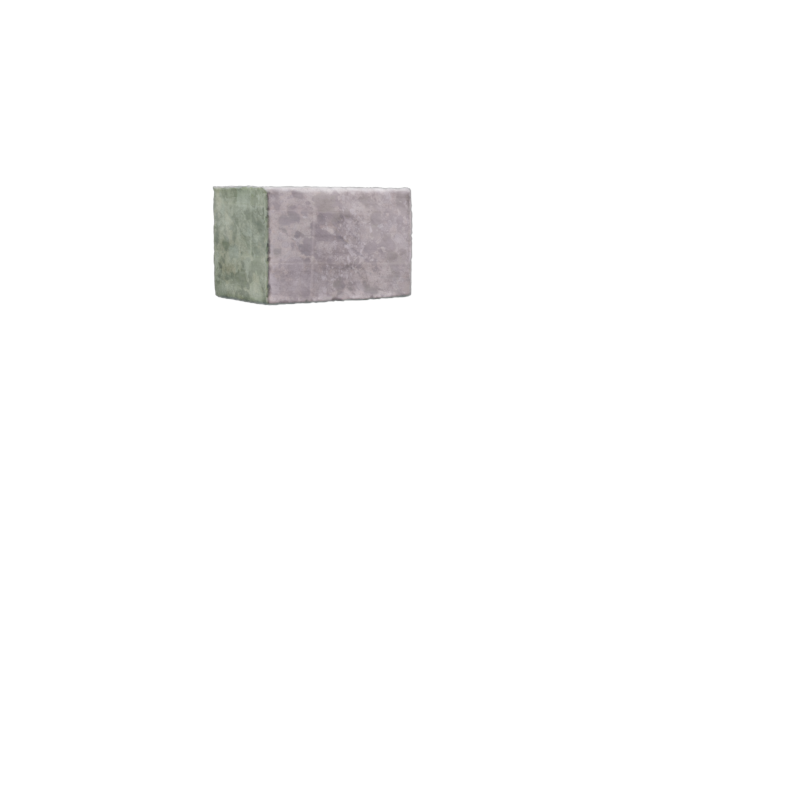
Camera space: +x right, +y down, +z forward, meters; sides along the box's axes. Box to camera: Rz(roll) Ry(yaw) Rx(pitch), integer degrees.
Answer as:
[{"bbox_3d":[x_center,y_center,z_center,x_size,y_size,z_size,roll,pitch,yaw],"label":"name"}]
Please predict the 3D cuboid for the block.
[{"bbox_3d":[-0.040,-0.072,0.505,0.075,0.051,0.055,-5,8,-33],"label":"block"}]
